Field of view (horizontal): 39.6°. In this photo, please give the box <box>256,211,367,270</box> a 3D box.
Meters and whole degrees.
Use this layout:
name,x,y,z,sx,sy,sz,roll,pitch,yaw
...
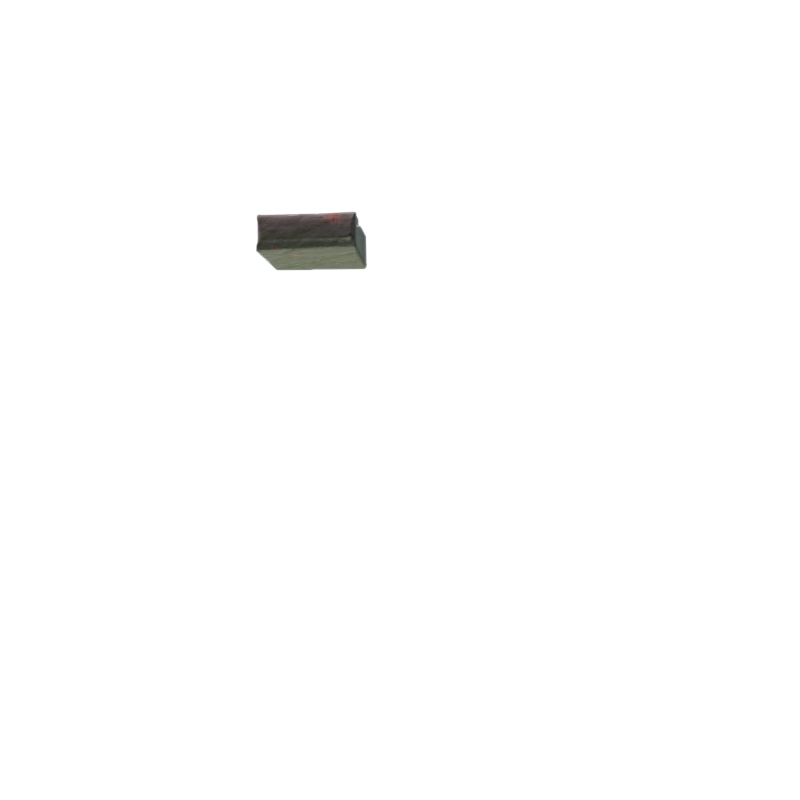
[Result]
name,x,y,z,sx,sy,sz,roll,pitch,yaw
box,-0.065,-0.119,0.836,0.074,0.031,0.087,-1,-5,6
